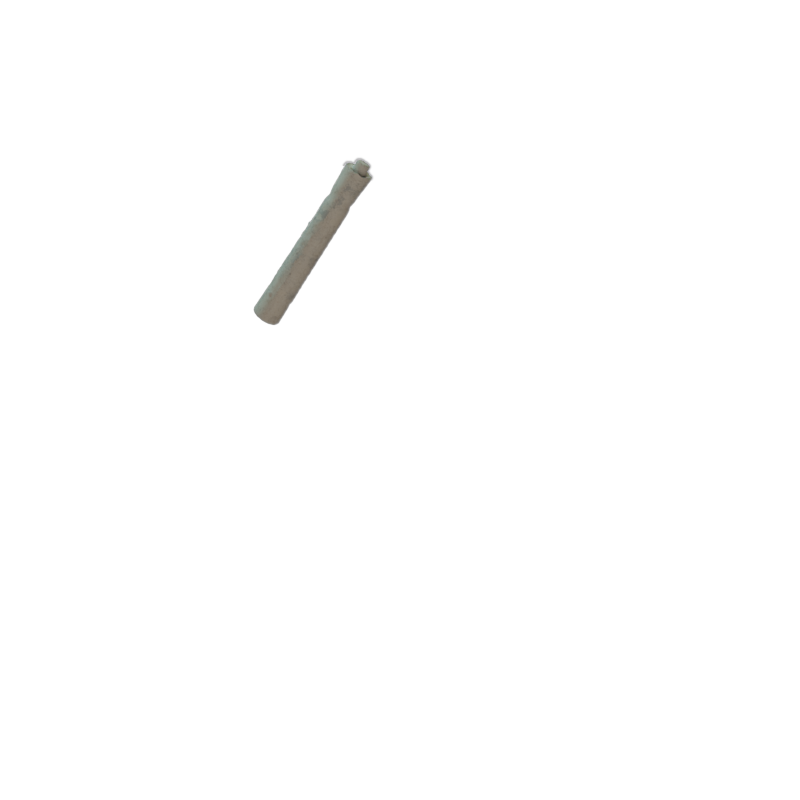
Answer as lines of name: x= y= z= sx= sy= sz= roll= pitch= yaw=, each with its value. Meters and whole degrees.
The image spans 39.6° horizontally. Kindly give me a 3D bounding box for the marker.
marker: x=-0.054 y=-0.098 z=0.689 sx=0.019 sy=0.118 sz=0.021 roll=29 pitch=22 yaw=-16
